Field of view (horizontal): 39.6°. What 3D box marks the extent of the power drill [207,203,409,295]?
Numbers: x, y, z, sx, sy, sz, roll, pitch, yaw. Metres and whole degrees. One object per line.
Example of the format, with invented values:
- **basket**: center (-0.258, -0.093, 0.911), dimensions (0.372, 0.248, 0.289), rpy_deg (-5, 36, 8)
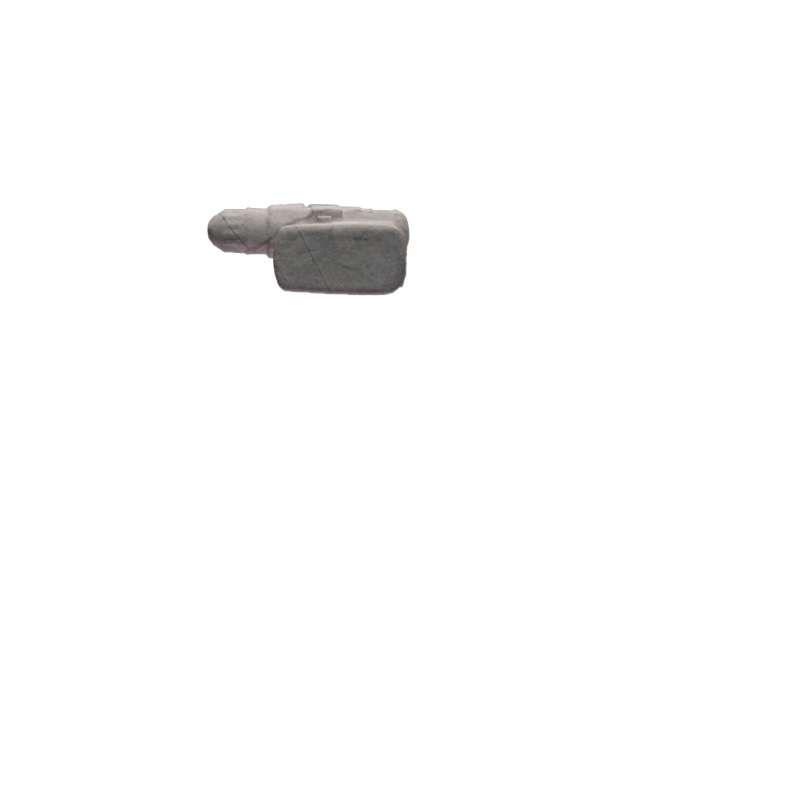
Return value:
- **power drill**: center (-0.074, -0.135, 0.948), dimensions (0.183, 0.056, 0.195), rpy_deg (-2, 17, -6)
